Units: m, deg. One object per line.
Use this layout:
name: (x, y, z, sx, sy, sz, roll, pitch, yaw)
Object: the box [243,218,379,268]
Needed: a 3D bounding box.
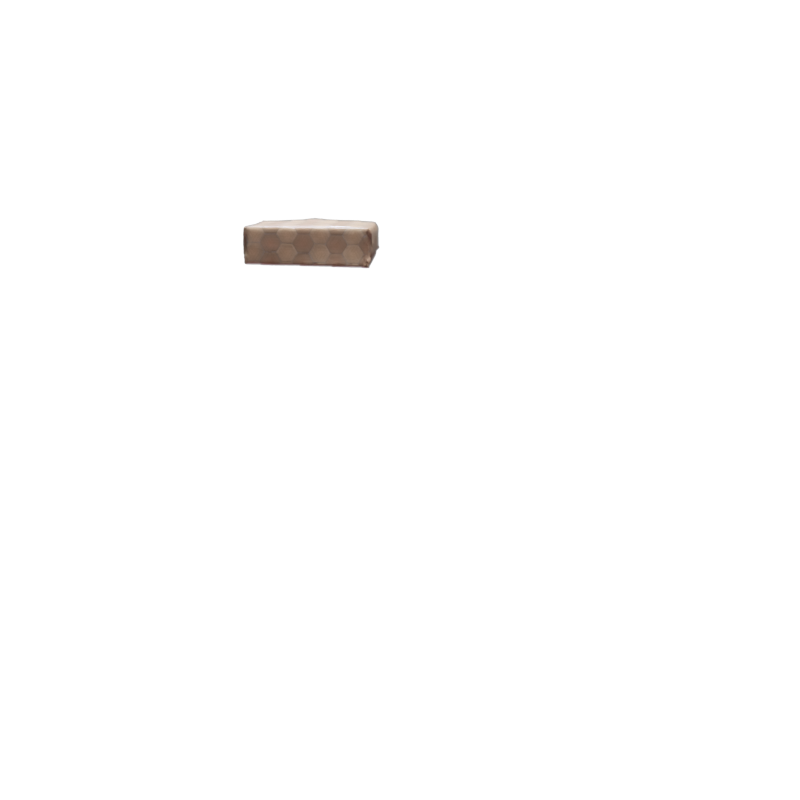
box: (-0.062, -0.113, 0.789, 0.090, 0.030, 0.074, 1, 11, 5)
